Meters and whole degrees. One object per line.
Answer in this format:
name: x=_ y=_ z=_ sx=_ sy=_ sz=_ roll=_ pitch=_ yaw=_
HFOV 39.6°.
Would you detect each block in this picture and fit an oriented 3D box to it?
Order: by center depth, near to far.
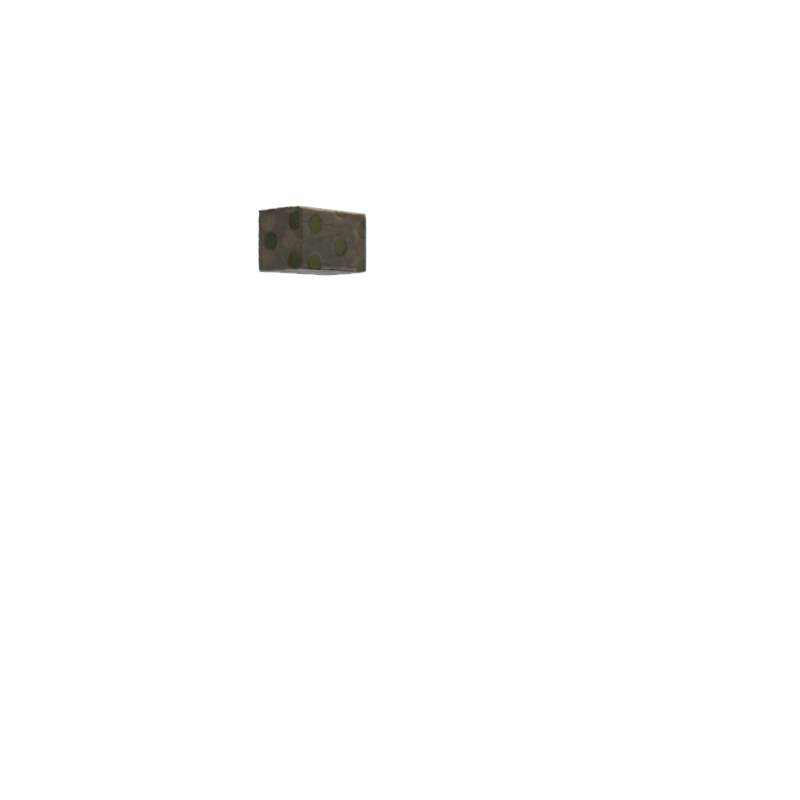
block: x=-0.072 y=-0.130 z=0.913 sx=0.055 sy=0.052 sz=0.075 roll=-1 pitch=0 yaw=43
